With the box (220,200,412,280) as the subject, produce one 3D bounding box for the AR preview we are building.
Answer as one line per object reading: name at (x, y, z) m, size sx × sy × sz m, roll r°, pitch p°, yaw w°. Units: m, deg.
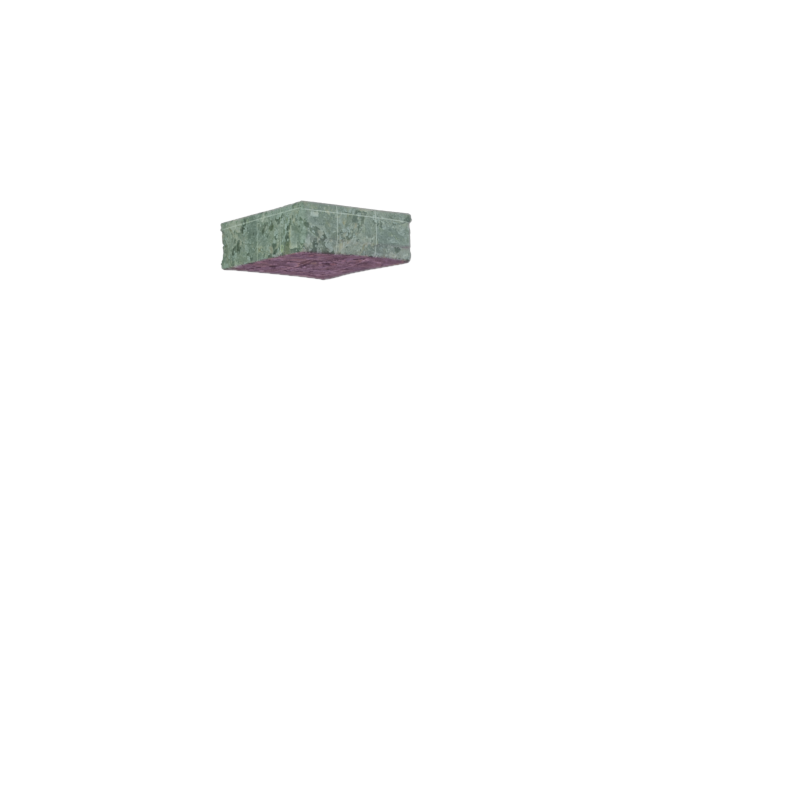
box at (-0.060, -0.110, 0.771) m, size 0.086 × 0.040 × 0.116 m, roll 3°, pitch -4°, yaw -36°
